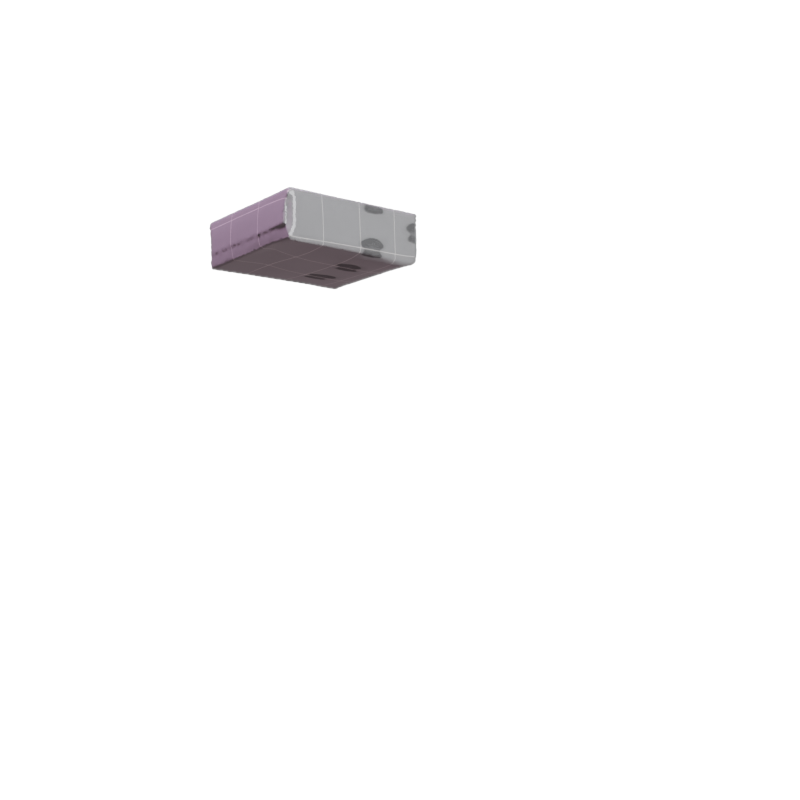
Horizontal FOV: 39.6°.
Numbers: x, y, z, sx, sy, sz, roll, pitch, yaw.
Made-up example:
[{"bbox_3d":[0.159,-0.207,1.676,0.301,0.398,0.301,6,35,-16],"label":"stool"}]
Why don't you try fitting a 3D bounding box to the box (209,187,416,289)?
[{"bbox_3d":[-0.059,-0.107,0.749,0.108,0.040,0.091,8,-13,-40],"label":"box"}]
